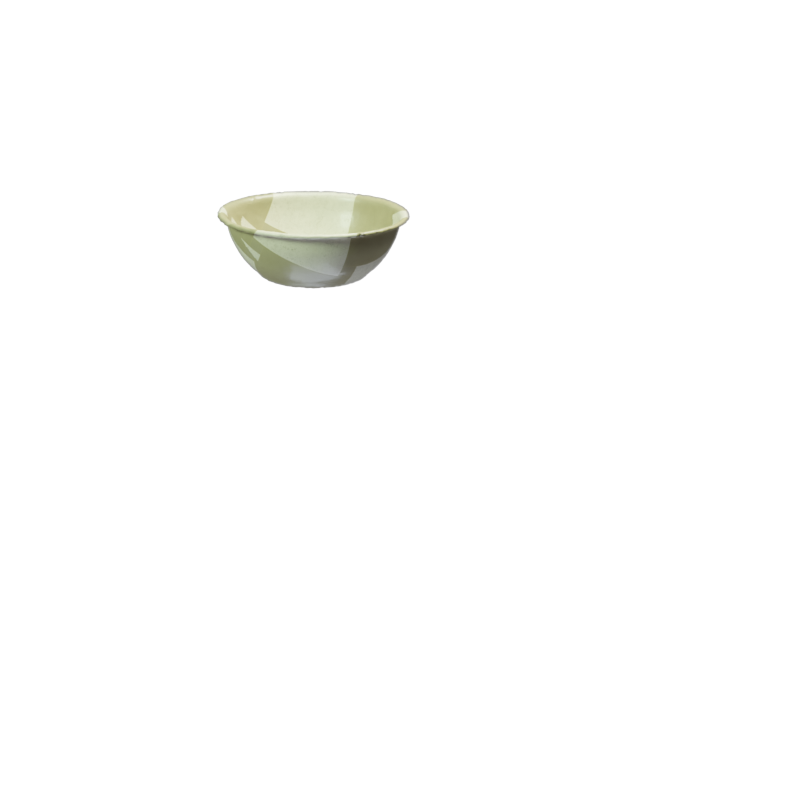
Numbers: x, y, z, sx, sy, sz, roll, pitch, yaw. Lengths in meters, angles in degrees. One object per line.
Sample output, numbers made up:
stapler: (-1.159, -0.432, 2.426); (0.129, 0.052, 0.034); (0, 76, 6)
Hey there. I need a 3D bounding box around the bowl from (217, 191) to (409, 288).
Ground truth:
bowl: (-0.073, -0.134, 0.937); (0.162, 0.053, 0.169); (-1, 22, -2)
